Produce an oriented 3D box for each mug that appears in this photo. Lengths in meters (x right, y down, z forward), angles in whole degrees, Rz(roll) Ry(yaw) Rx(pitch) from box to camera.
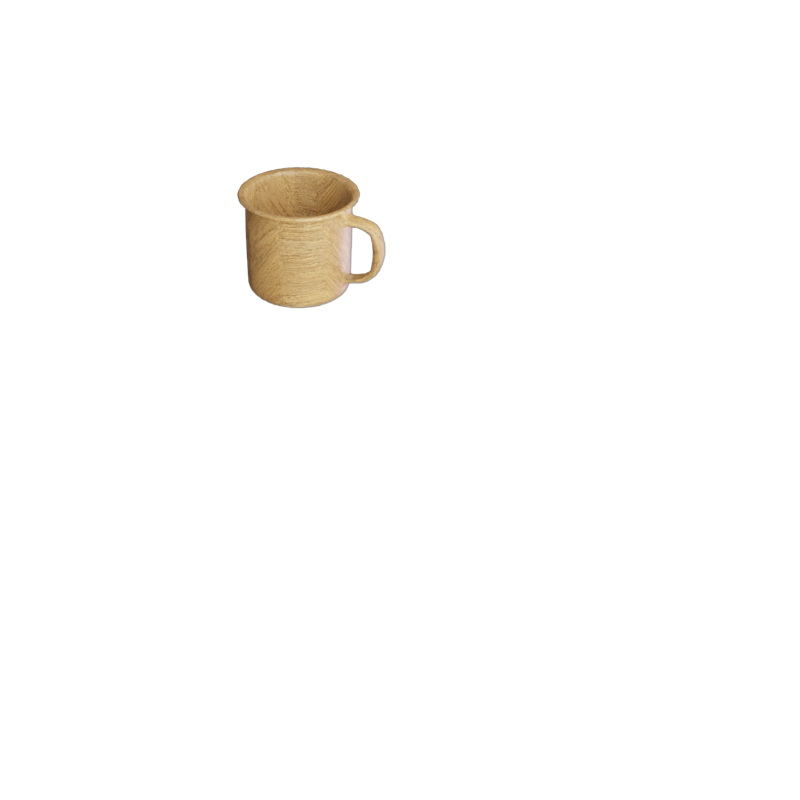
[{"bbox_3d":[-0.067,-0.122,0.853,0.121,0.077,0.096,12,34,17],"label":"mug"}]
